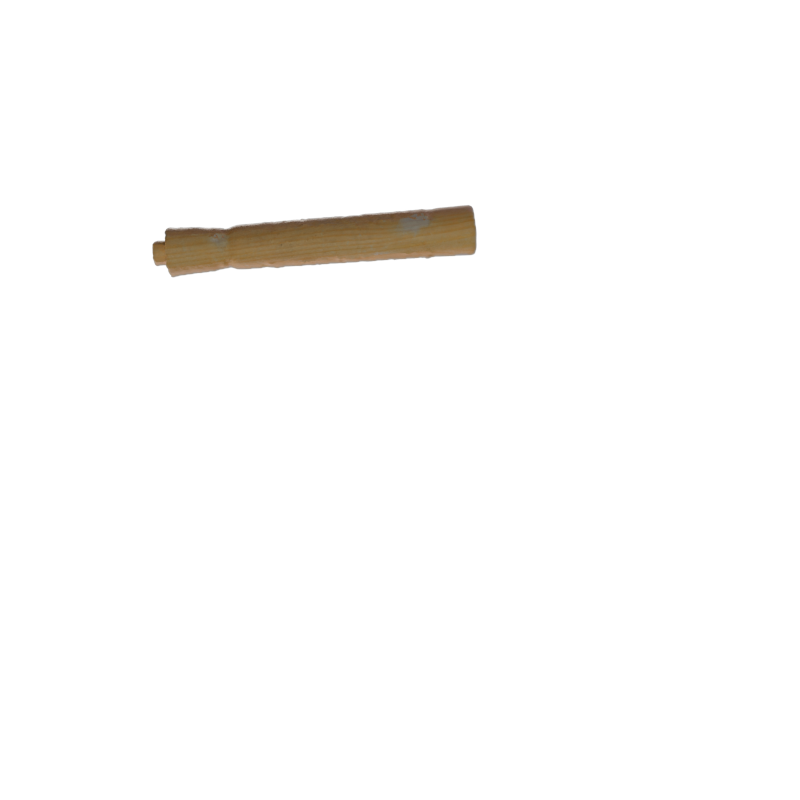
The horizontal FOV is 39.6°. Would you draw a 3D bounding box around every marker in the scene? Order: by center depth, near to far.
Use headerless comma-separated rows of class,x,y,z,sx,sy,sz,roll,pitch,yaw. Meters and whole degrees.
marker,-0.033,-0.060,0.418,0.121,0.020,0.020,-4,4,2
